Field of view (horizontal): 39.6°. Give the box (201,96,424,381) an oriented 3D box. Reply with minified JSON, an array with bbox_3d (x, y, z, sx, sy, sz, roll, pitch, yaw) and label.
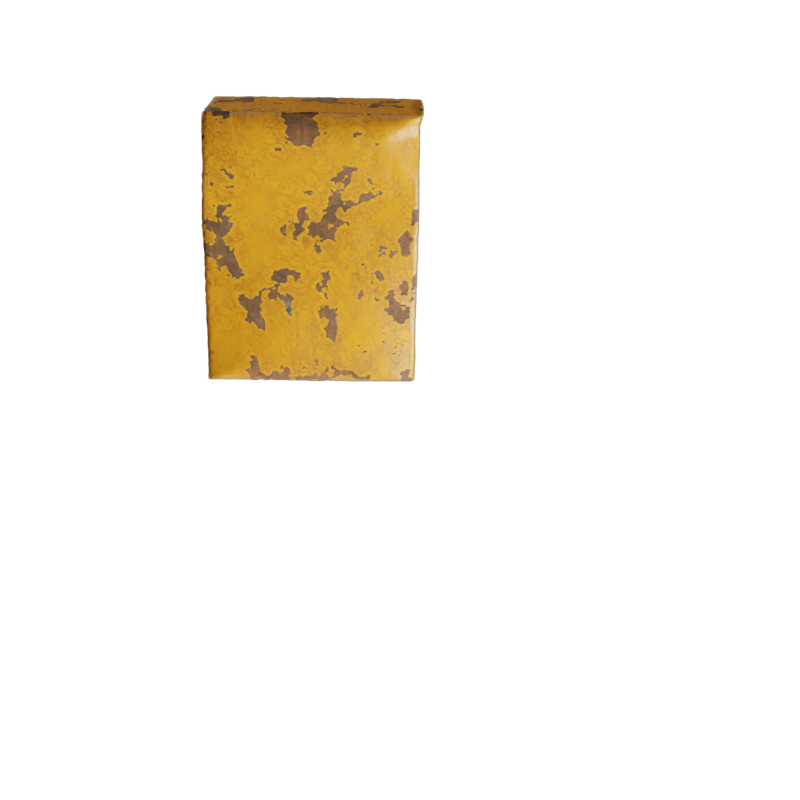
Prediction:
[{"bbox_3d":[-0.067,-0.122,0.853,0.165,0.205,0.075,2,19,3],"label":"box"}]
